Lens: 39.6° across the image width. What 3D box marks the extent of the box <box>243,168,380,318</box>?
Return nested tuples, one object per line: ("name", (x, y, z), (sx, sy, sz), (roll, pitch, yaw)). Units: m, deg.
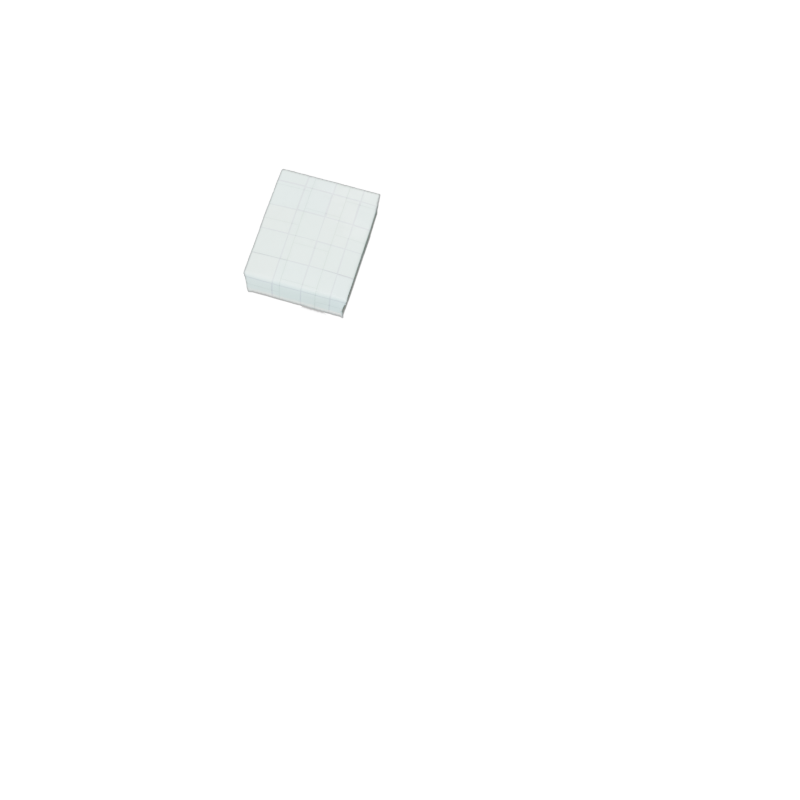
("box", (-0.074, -0.135, 0.948), (0.091, 0.119, 0.037), (14, -26, 6))
